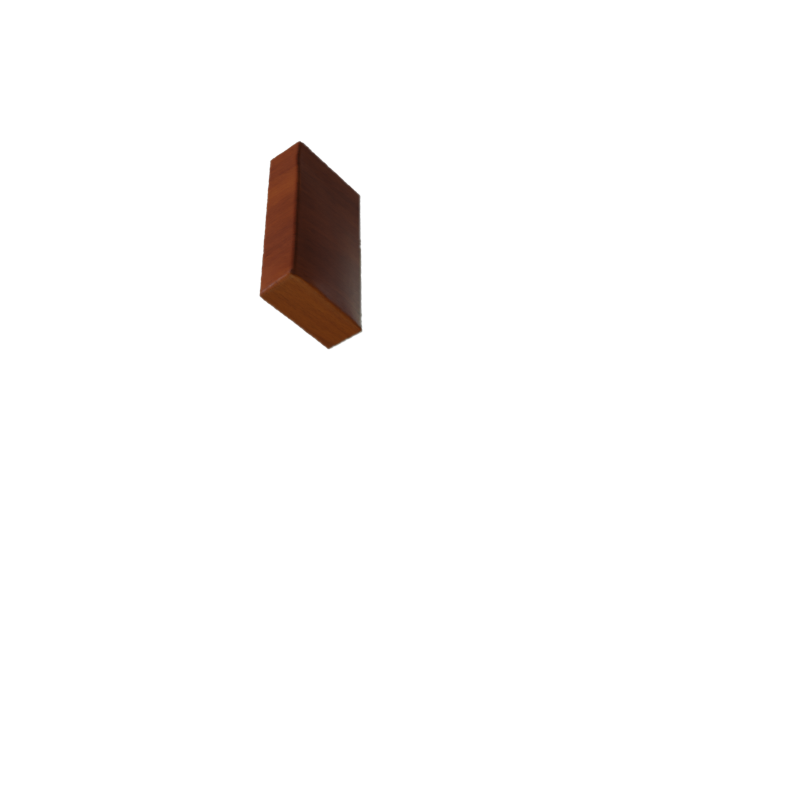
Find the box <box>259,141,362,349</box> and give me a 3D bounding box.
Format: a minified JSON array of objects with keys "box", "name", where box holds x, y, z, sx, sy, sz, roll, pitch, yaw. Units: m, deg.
[{"box":[-0.078,-0.142,0.995,0.048,0.189,0.087,-32,-50,26],"name":"box"}]
